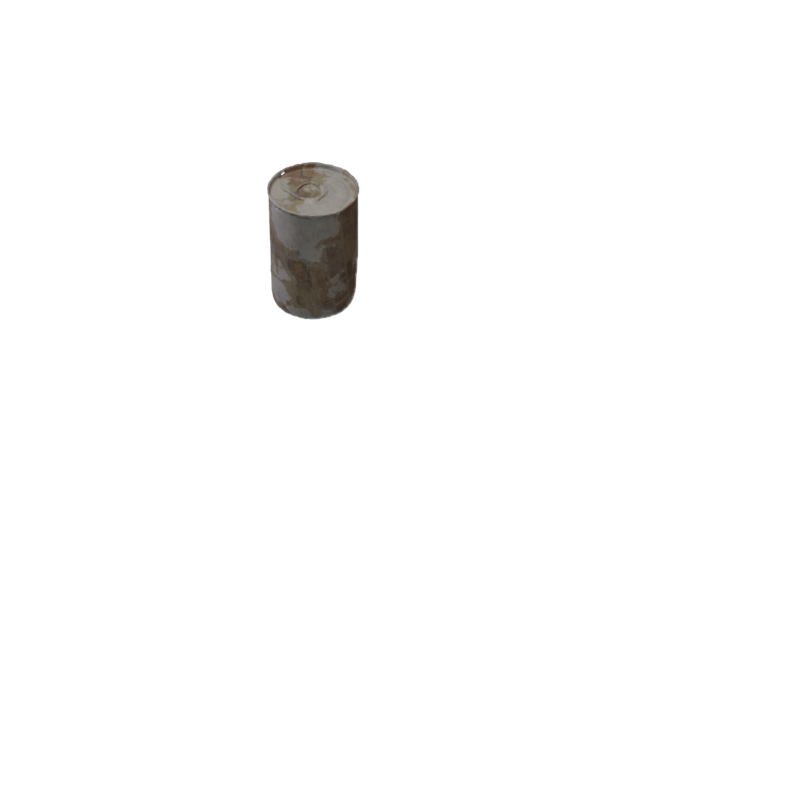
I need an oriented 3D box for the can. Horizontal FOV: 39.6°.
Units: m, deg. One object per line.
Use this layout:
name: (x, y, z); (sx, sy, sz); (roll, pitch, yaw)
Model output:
can: (-0.066, -0.121, 0.845); (0.068, 0.095, 0.073); (0, 42, -3)
